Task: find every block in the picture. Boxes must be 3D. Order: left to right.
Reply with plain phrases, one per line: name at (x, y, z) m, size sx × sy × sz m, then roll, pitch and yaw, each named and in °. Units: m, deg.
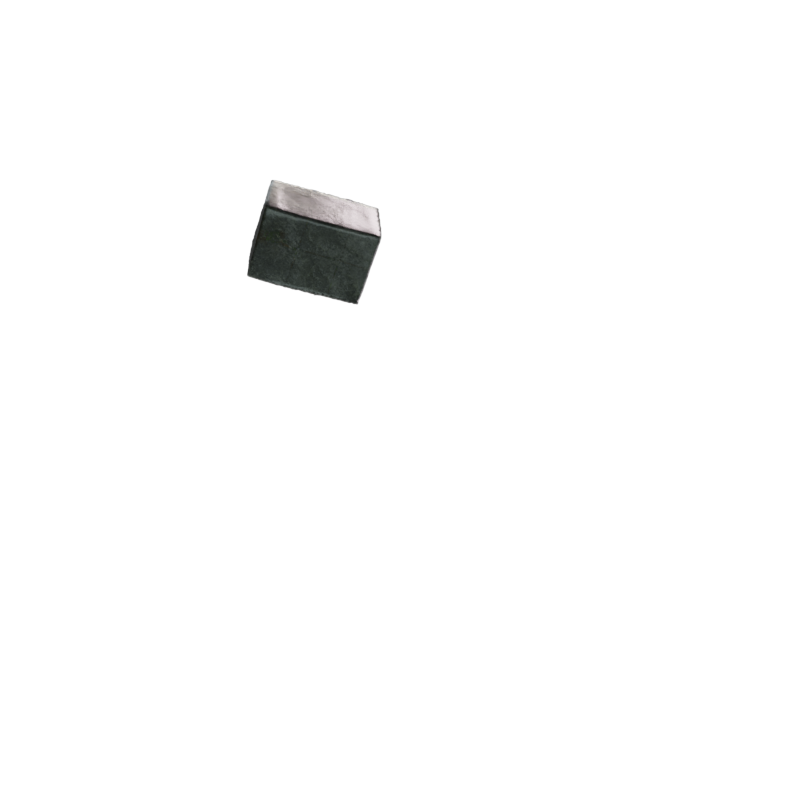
block at (-0.057, -0.104, 0.729) m, size 0.077 × 0.051 × 0.054 m, roll 15°, pitch 26°, yaw -9°
